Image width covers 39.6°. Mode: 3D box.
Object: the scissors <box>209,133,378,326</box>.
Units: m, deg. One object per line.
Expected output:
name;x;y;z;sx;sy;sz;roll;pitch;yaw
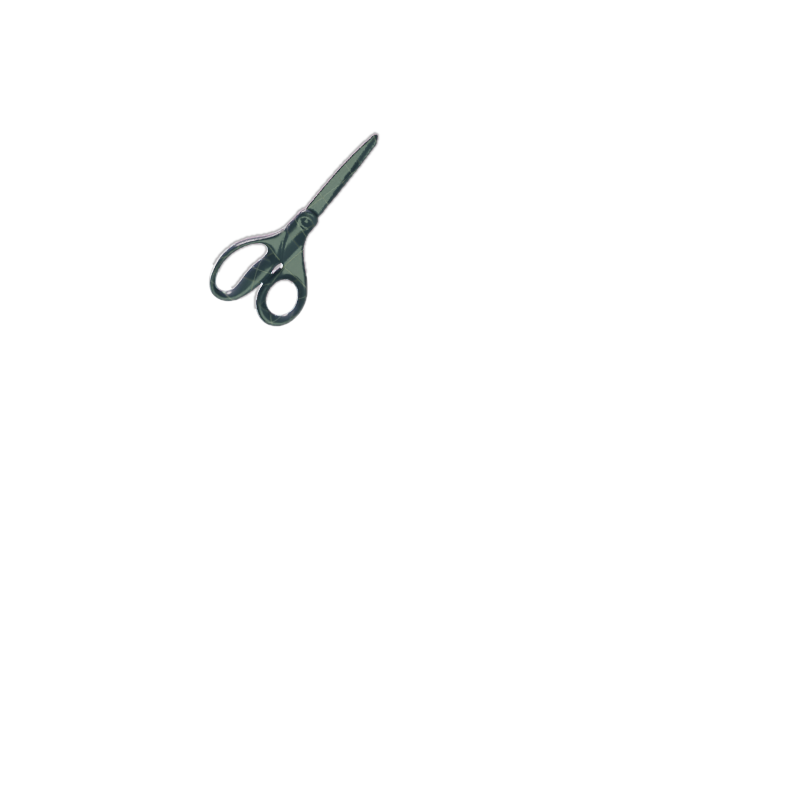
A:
scissors;-0.076;-0.139;0.973;0.201;0.092;0.016;-33;17;11
